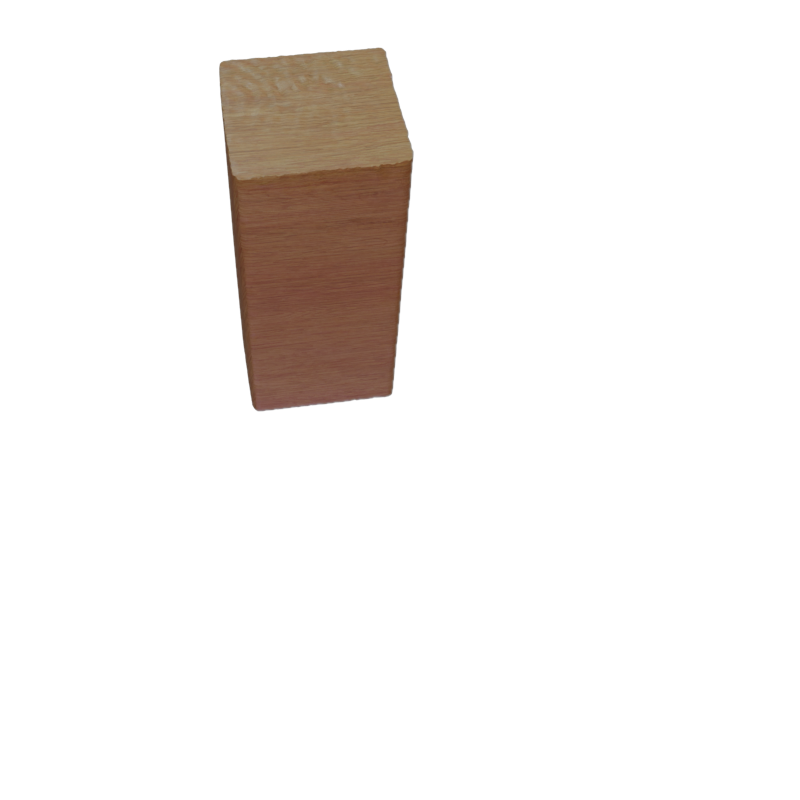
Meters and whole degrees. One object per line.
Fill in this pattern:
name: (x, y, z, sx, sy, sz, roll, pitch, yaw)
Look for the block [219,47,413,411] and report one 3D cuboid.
block: (-0.050, -0.090, 0.633, 0.090, 0.097, 0.192, -6, -36, -8)
